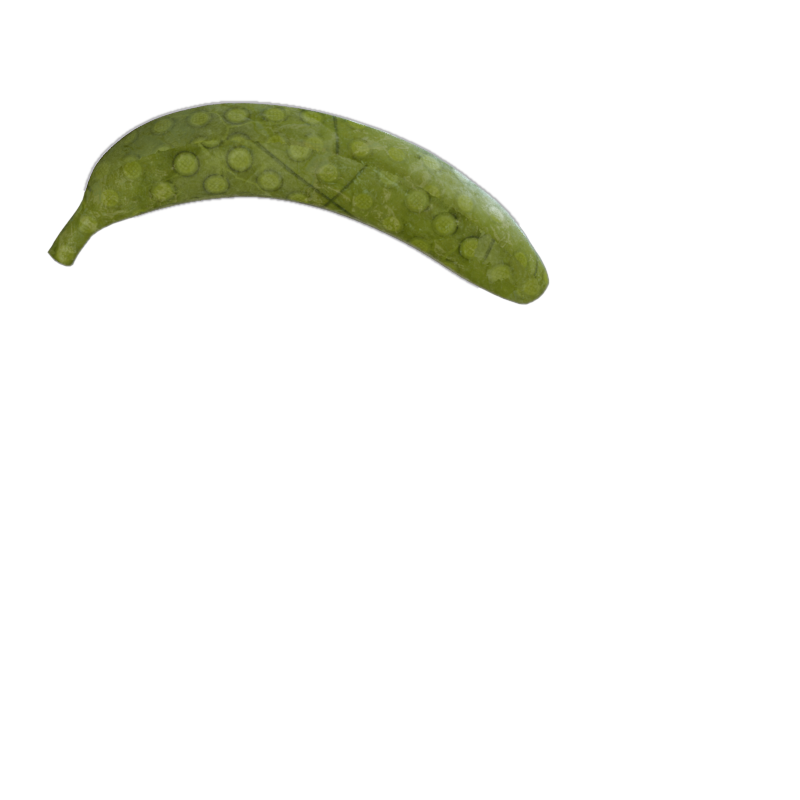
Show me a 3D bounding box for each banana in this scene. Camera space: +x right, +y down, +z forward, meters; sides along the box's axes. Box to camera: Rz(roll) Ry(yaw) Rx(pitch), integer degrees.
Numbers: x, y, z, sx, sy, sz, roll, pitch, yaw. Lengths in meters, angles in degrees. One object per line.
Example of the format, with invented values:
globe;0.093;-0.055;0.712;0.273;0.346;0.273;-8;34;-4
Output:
banana;-0.036;-0.081;0.439;0.197;0.067;0.038;5;17;-2
